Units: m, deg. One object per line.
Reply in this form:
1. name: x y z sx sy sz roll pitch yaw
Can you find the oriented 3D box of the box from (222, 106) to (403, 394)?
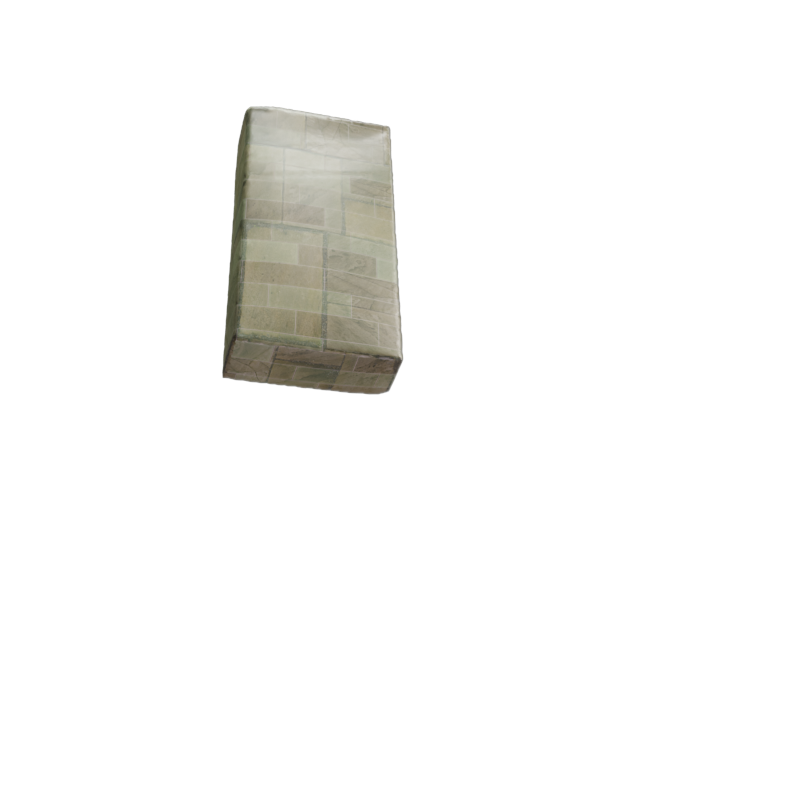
1. box: -0.050 -0.091 0.638 0.092 0.189 0.046 6 -35 -12
